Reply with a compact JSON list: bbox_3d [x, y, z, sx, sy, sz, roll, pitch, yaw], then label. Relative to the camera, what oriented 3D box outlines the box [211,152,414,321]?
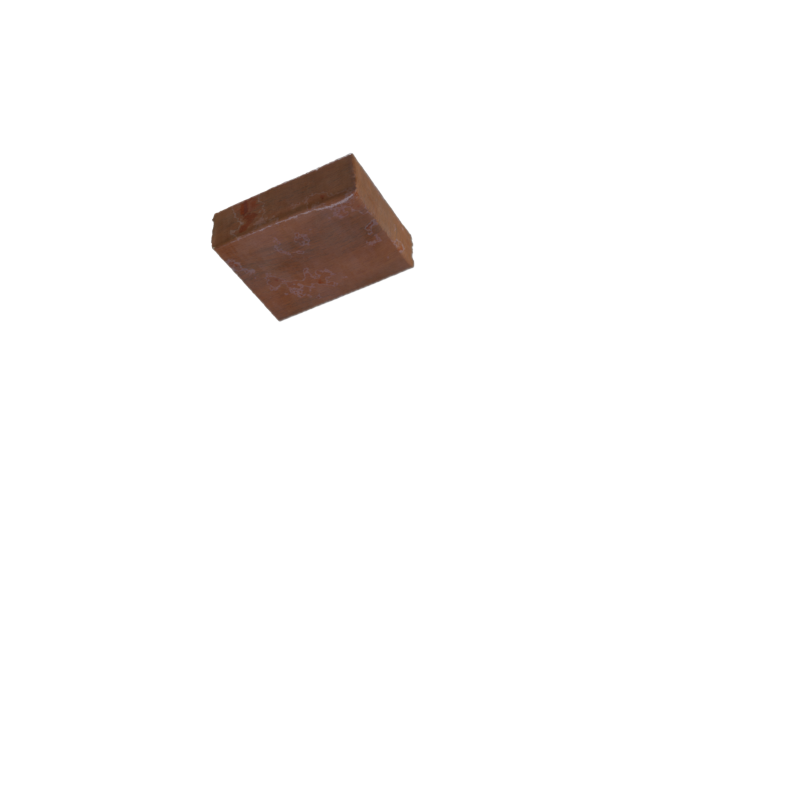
[{"bbox_3d":[-0.060,-0.109,0.762,0.114,0.042,0.083,-19,-43,21],"label":"box"}]
